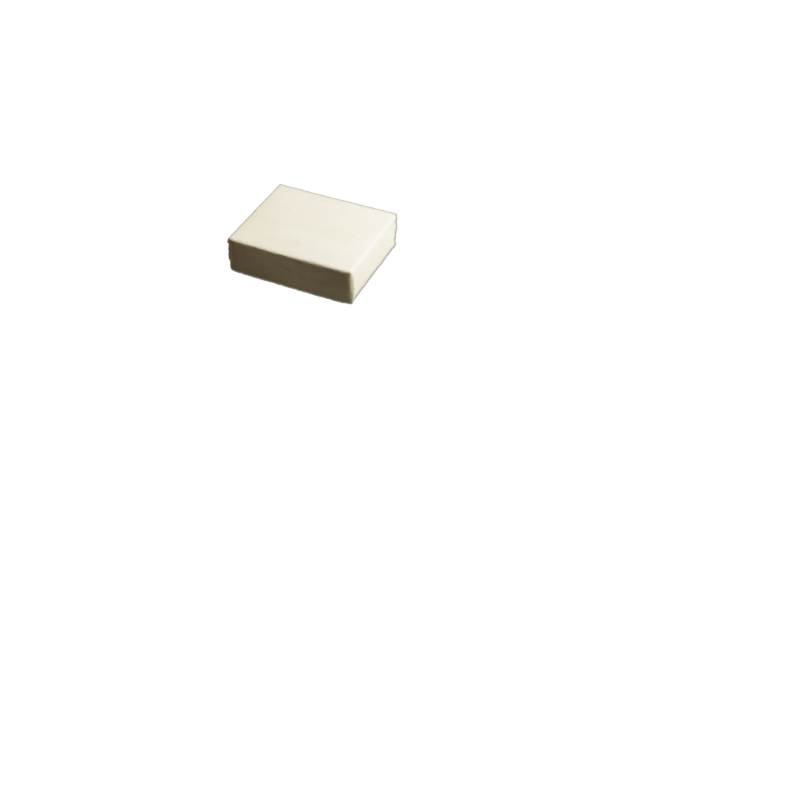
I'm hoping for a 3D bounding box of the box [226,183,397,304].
[{"bbox_3d":[-0.071,-0.129,0.904,0.118,0.036,0.093,18,45,18],"label":"box"}]
